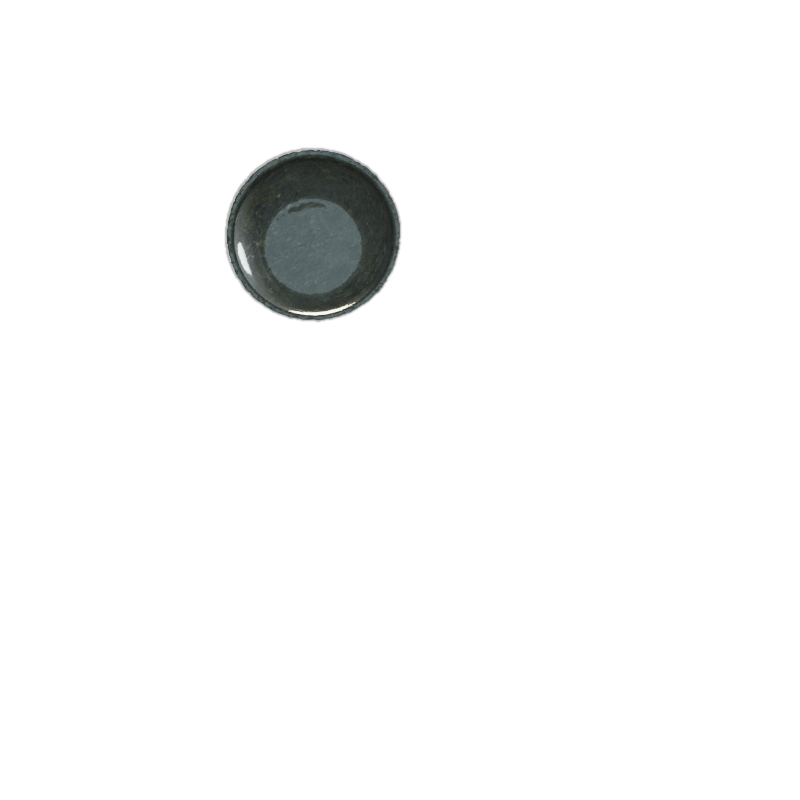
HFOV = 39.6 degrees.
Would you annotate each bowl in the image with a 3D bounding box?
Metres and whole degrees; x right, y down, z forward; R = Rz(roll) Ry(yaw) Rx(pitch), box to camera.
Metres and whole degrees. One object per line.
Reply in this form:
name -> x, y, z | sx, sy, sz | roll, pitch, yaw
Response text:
bowl -> -0.078, -0.143, 0.999 | 0.162, 0.157, 0.057 | 0, 13, -1
